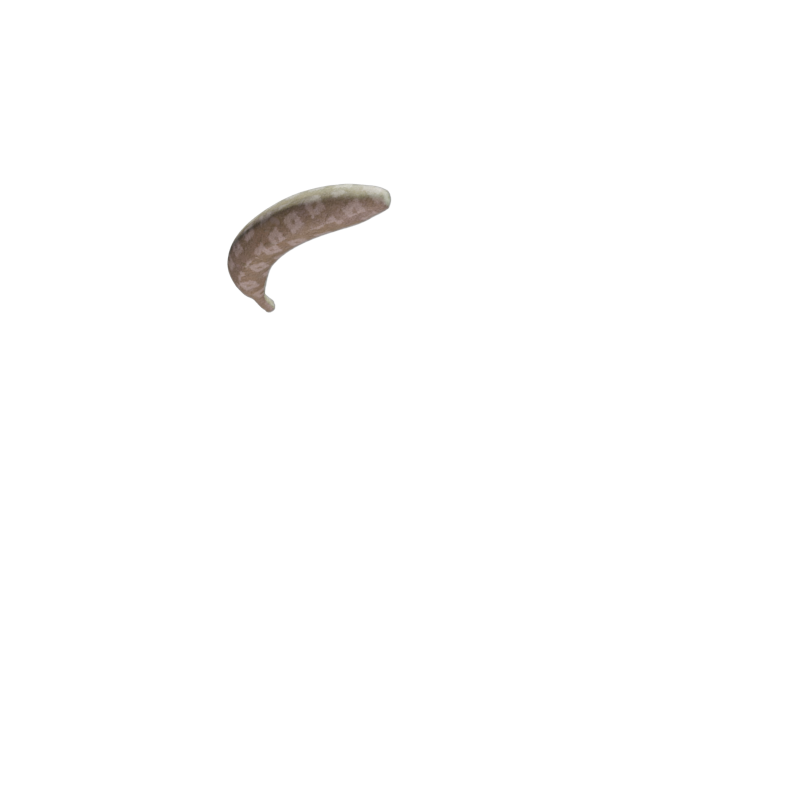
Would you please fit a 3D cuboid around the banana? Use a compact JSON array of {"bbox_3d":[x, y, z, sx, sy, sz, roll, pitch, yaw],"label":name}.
[{"bbox_3d":[-0.086,-0.127,0.868,0.066,0.039,0.196,14,-27,-30],"label":"banana"}]
